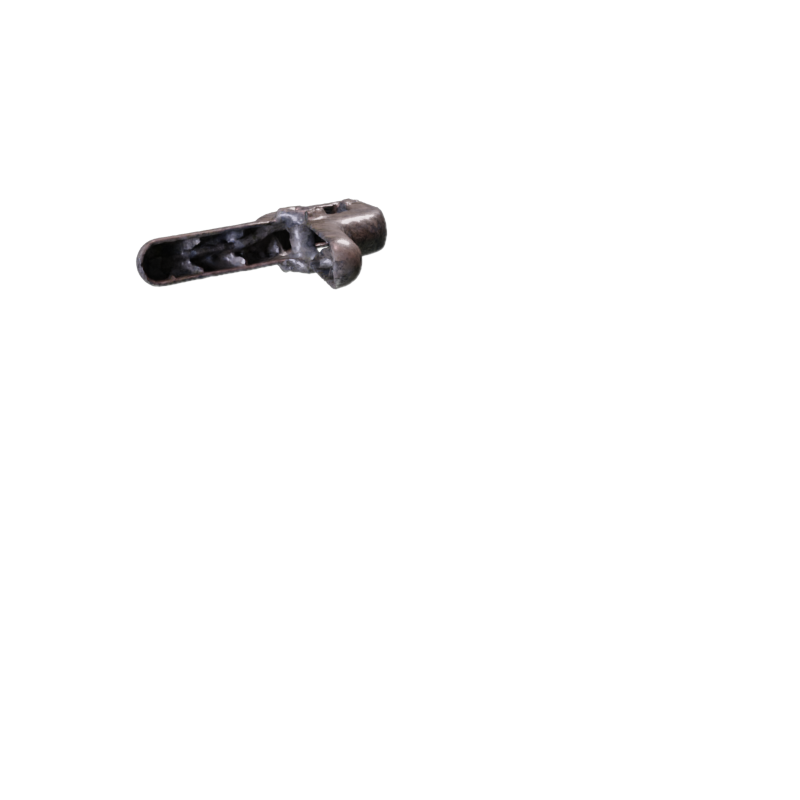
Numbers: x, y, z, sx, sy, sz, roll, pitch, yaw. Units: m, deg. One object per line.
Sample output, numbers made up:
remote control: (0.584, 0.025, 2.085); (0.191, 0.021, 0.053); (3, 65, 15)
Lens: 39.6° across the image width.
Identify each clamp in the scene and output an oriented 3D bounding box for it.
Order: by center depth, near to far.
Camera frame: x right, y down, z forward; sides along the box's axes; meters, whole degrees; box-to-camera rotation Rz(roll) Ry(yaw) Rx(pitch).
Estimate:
clamp: (-0.047, -0.087, 0.606); (0.125, 0.038, 0.171); (11, 23, 27)
